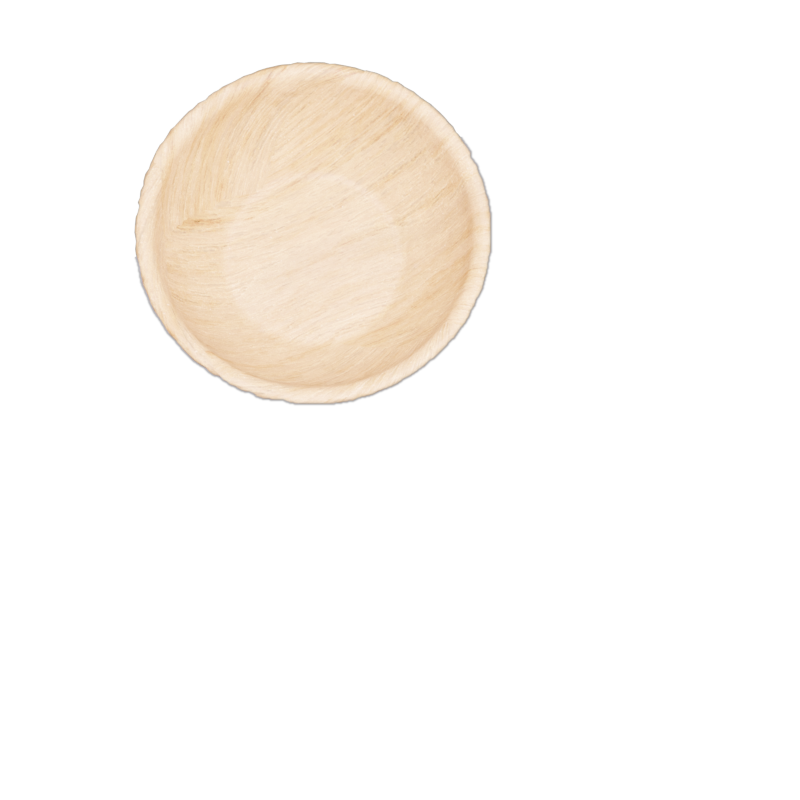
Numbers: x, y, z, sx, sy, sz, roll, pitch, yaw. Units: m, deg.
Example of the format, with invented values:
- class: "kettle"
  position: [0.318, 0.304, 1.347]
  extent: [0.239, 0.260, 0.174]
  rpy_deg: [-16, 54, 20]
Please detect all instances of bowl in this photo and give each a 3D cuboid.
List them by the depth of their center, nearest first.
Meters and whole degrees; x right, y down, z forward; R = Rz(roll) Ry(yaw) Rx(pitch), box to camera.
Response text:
- class: "bowl"
  position: [-0.041, -0.075, 0.524]
  extent: [0.162, 0.168, 0.053]
  rpy_deg: [-1, -16, -1]
